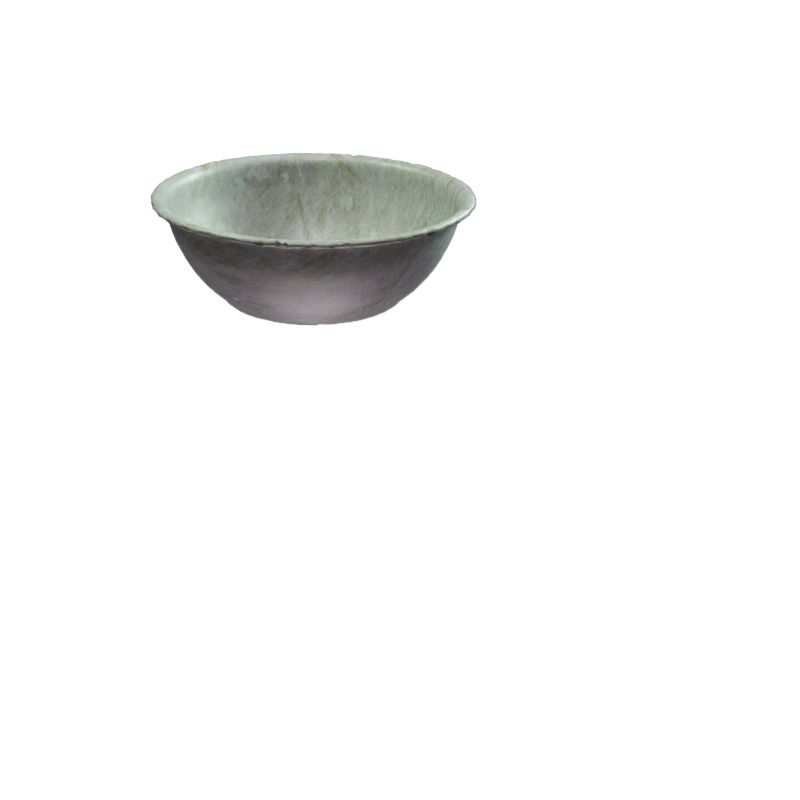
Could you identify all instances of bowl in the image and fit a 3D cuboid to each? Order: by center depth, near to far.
[{"bbox_3d":[-0.044,-0.080,0.561,0.162,0.052,0.170,-1,25,-2],"label":"bowl"}]
